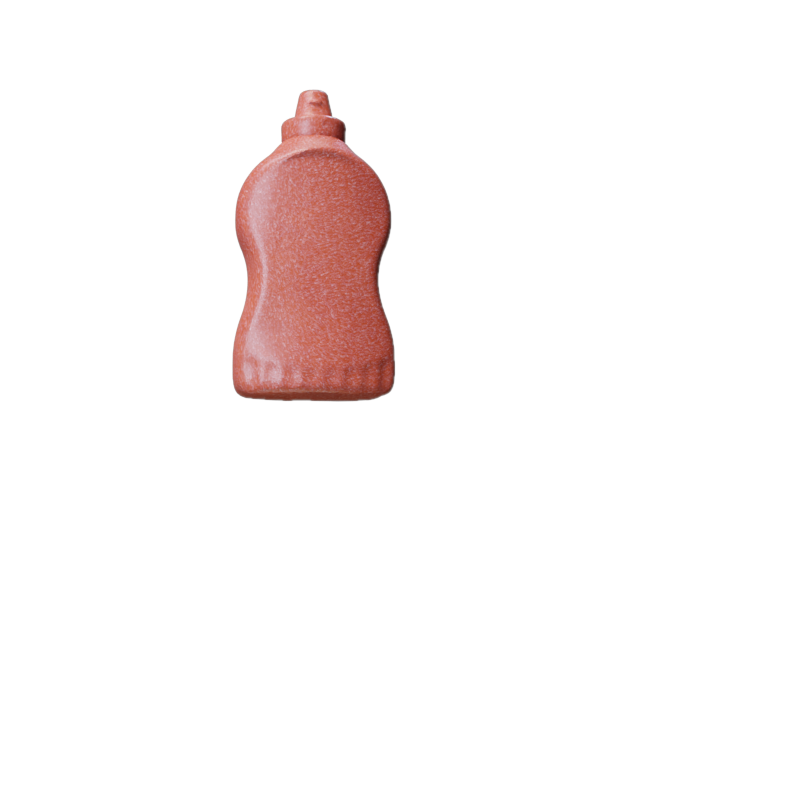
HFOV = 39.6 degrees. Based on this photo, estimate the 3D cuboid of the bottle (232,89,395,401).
[{"bbox_3d":[-0.053,-0.097,0.681,0.095,0.197,0.057,1,-12,-9],"label":"bottle"}]
